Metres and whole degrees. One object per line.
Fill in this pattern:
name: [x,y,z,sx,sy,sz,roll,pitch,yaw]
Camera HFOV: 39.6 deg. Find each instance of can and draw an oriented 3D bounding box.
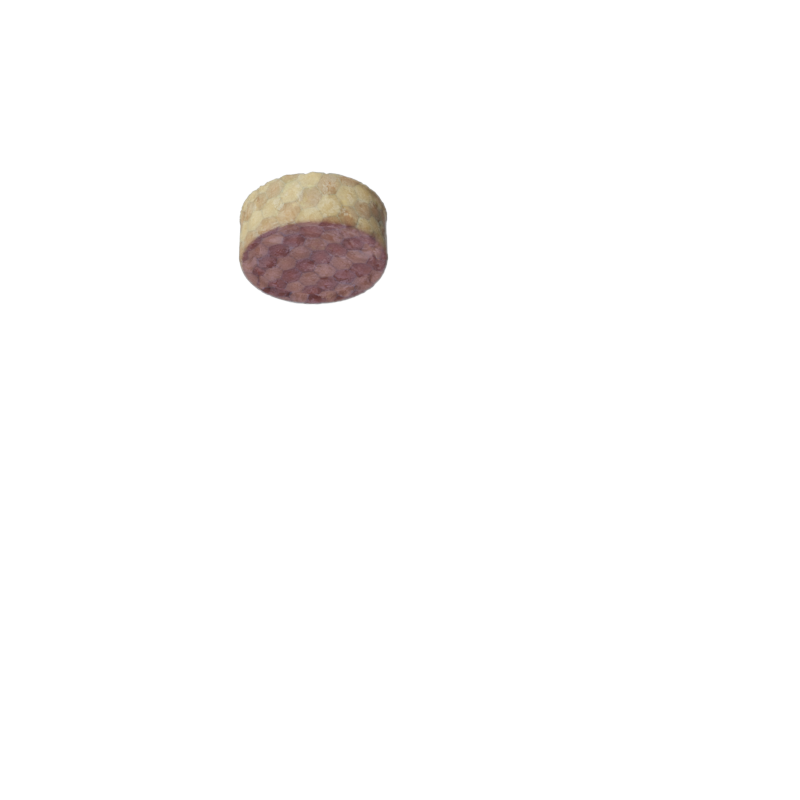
can: [-0.050,-0.091,0.634,0.086,0.036,0.080,1,-31,-2]
